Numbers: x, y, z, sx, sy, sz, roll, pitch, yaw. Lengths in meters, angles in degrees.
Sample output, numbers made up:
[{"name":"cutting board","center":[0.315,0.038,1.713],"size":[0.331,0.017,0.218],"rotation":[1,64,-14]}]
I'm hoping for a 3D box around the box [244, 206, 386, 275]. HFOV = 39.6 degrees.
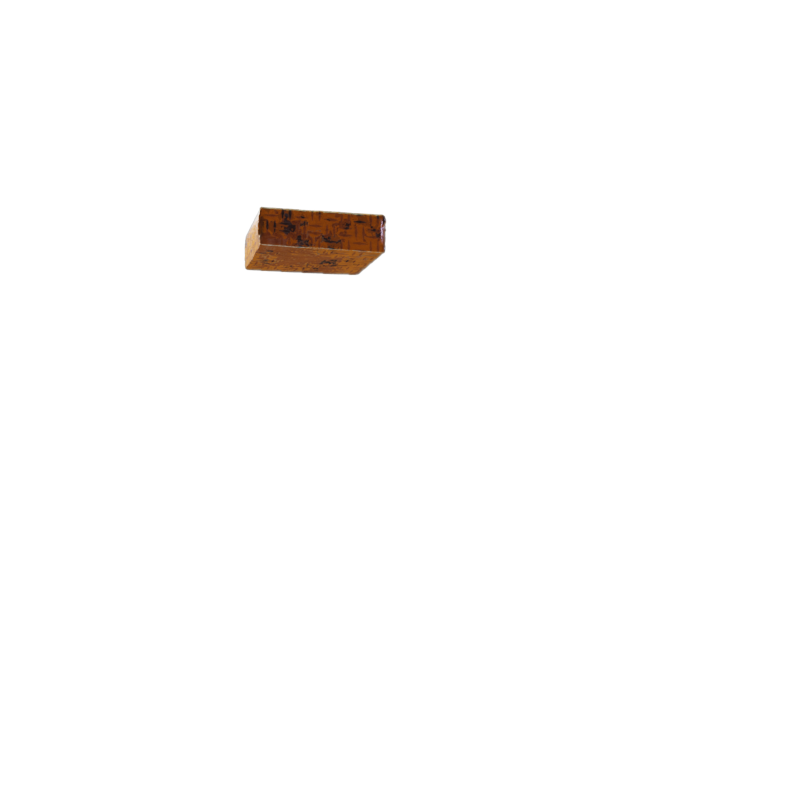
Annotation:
[{"name":"box","center":[-0.061,-0.111,0.781],"size":[0.088,0.031,0.072],"rotation":[2,-8,-13]}]
